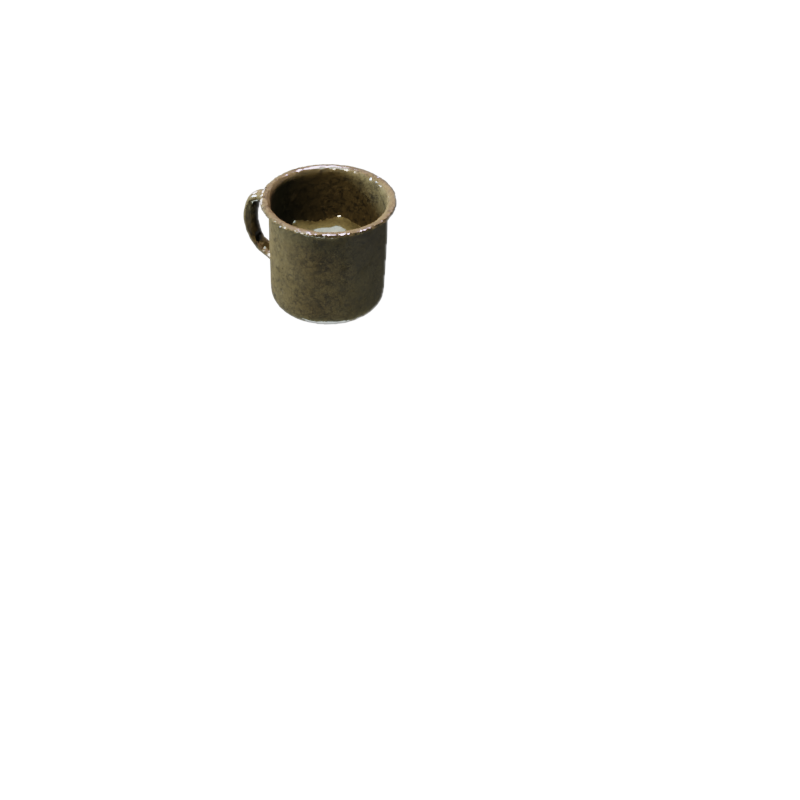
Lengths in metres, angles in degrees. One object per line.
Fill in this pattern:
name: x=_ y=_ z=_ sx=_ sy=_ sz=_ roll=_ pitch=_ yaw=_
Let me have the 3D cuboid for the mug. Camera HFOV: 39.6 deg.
mug: x=-0.061 y=-0.112 z=0.781 sx=0.122 sy=0.076 sz=0.095 roll=20 pitch=42 yaw=22
